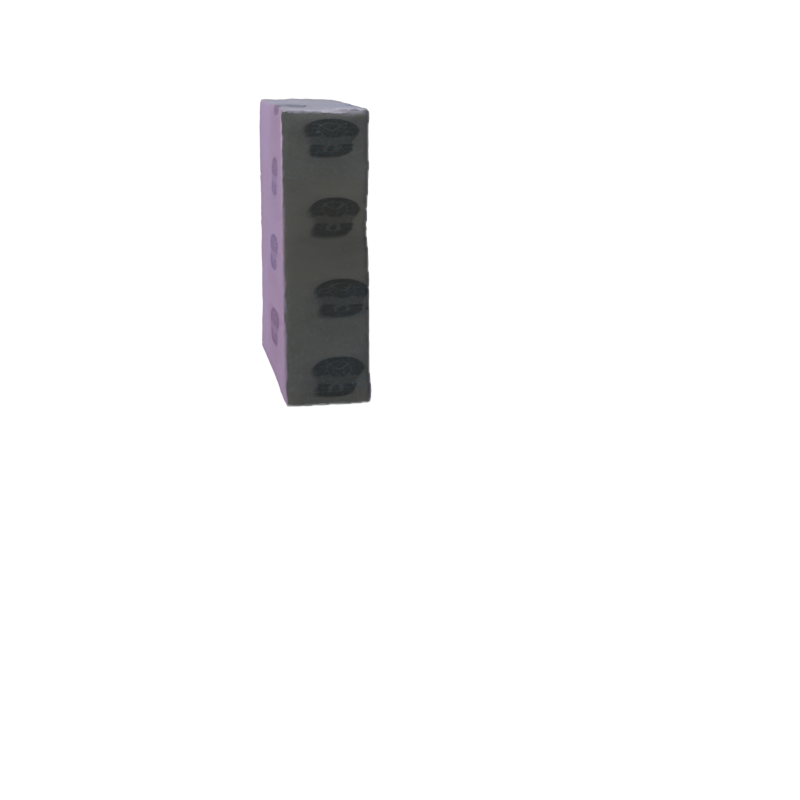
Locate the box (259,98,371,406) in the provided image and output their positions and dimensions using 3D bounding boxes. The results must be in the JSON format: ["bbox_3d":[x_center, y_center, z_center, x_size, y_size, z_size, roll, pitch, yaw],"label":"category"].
[{"bbox_3d":[-0.067,-0.122,0.853,0.071,0.208,0.171,-1,13,-12],"label":"box"}]
